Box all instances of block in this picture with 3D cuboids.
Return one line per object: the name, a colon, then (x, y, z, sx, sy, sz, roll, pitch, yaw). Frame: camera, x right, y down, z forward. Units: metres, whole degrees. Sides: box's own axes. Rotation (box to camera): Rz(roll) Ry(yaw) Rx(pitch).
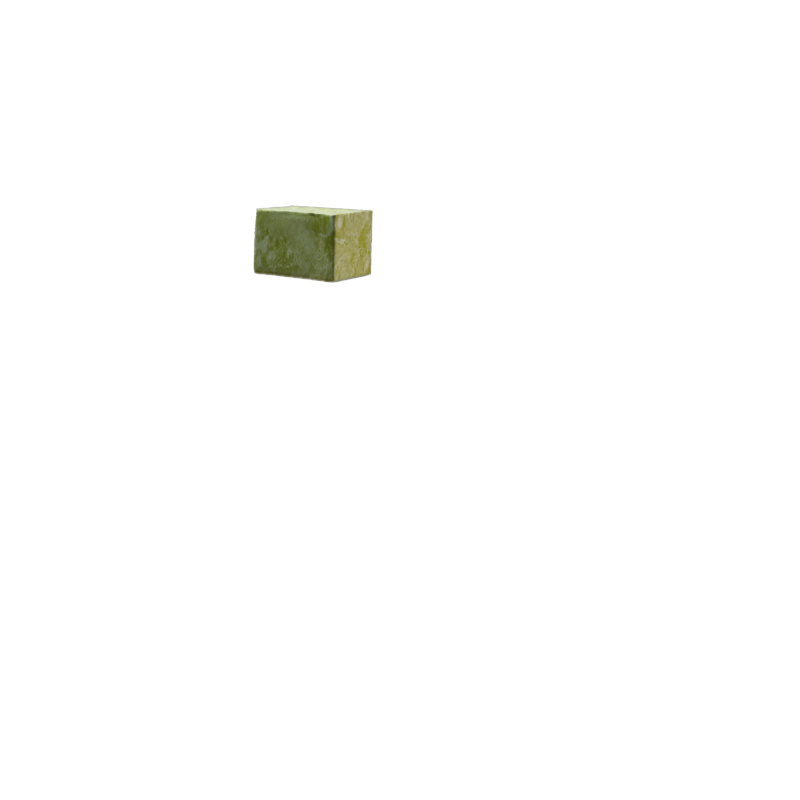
block: (-0.067, -0.121, 0.850, 0.081, 0.050, 0.052, 9, 14, 34)
